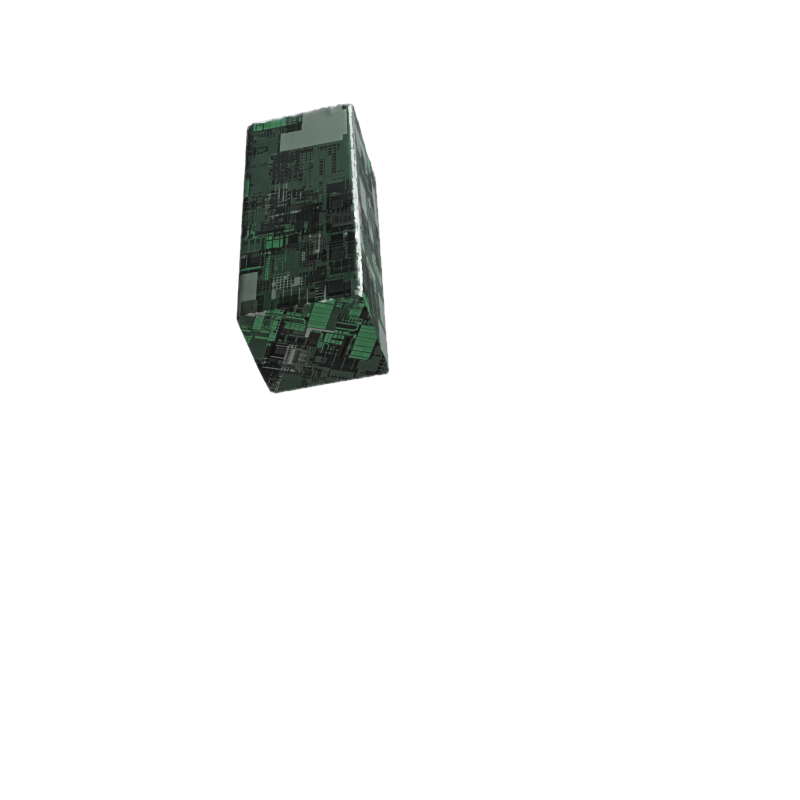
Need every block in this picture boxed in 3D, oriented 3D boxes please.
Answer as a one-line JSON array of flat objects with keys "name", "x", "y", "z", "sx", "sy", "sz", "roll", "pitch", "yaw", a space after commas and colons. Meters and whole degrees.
[{"name": "block", "x": -0.066, "y": -0.120, "z": 0.838, "sx": 0.091, "sy": 0.221, "sz": 0.083, "roll": -11, "pitch": -42, "yaw": 8}]
